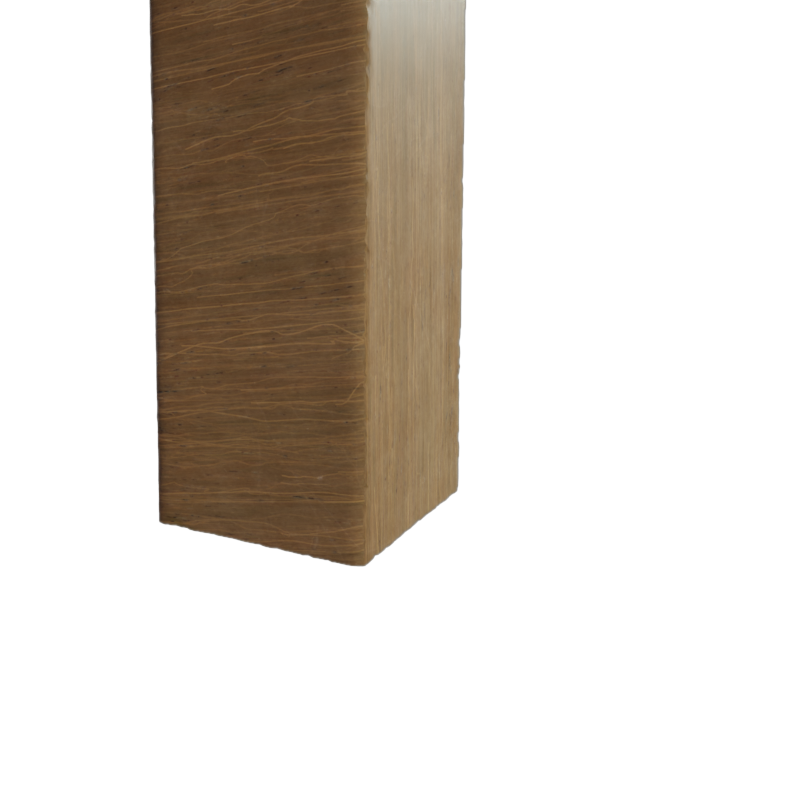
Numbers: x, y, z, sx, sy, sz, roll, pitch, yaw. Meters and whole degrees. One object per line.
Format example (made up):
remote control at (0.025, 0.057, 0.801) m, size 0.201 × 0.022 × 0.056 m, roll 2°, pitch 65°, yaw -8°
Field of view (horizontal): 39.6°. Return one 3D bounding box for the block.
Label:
block at (-0.033, -0.060, 0.419) m, size 0.093 × 0.202 × 0.089 m, roll 5°, pitch 10°, yaw 26°
